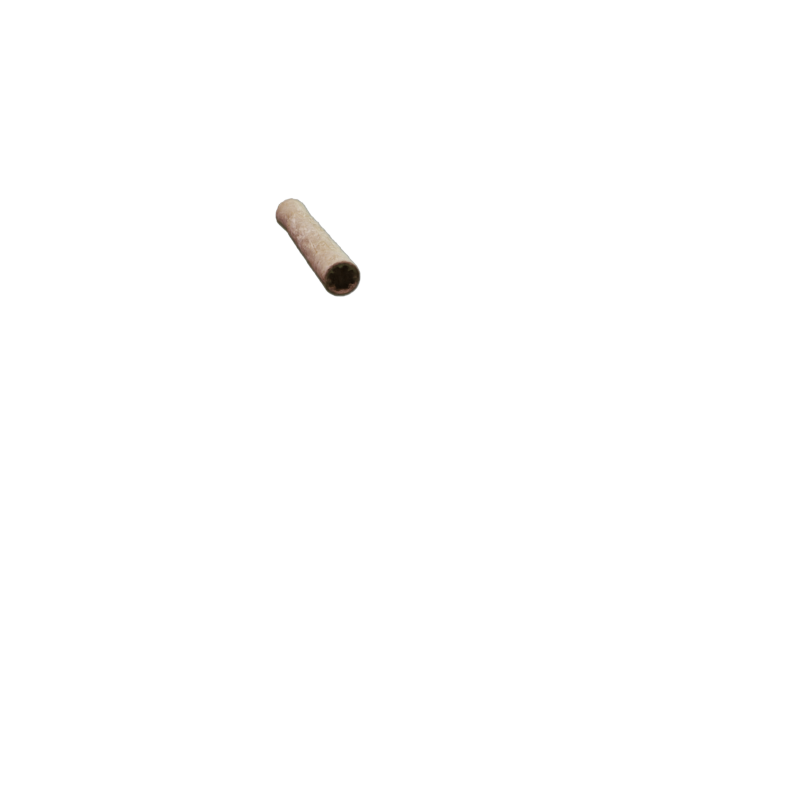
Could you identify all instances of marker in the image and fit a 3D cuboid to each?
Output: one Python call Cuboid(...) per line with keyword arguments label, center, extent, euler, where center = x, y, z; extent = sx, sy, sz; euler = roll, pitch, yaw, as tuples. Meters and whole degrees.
Cuboid(label="marker", center=(-0.046, -0.084, 0.586), extent=(0.019, 0.019, 0.129), euler=(-2, 24, -17))
